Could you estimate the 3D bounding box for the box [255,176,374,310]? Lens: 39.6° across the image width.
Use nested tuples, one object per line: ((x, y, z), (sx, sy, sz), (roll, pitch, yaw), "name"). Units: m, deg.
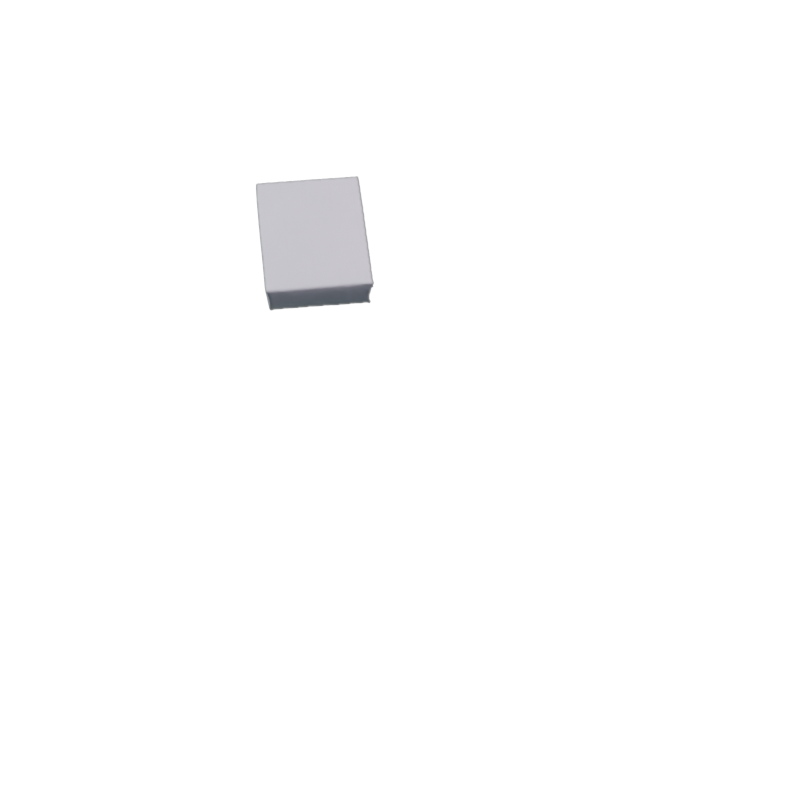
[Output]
((-0.074, -0.135, 0.942), (0.089, 0.121, 0.037), (-6, -28, -4), "box")
